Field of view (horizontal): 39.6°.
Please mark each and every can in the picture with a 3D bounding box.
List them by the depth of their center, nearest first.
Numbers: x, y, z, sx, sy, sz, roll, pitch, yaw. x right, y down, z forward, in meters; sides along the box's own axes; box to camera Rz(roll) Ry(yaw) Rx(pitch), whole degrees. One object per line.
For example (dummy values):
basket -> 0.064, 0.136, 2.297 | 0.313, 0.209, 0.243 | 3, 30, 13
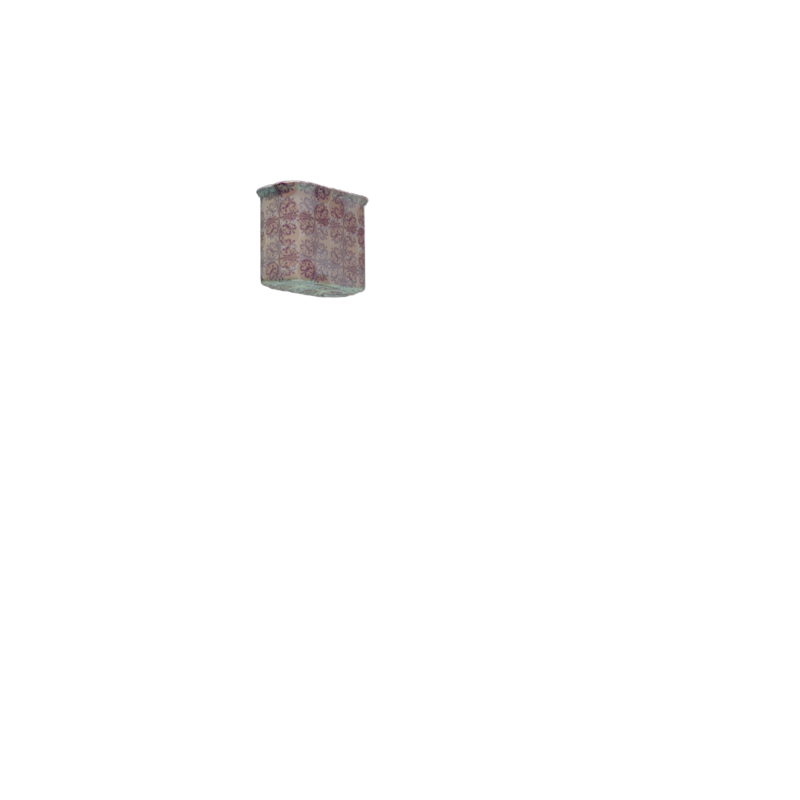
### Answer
can -> -0.074, -0.135, 0.948 | 0.059, 0.086, 0.097 | -9, -11, 42
